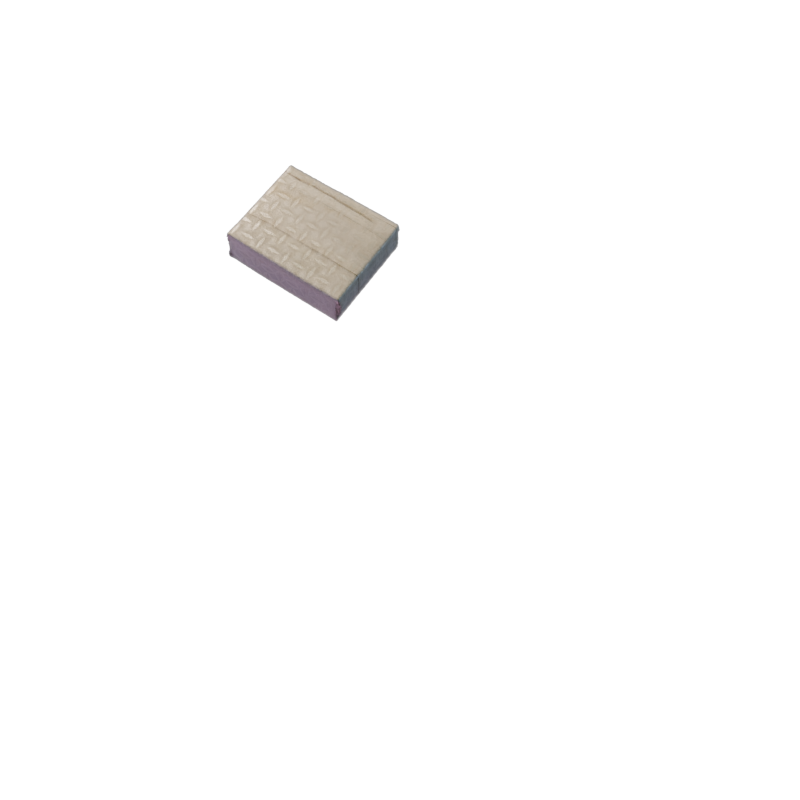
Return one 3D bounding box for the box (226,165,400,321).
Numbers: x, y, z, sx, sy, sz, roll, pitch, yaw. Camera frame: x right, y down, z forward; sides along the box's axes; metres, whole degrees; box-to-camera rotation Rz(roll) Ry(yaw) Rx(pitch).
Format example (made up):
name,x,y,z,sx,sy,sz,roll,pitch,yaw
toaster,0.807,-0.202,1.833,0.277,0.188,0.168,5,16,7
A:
name,x,y,z,sx,sy,sz,roll,pitch,yaw
box,-0.071,-0.130,0.909,0.118,0.092,0.036,29,-30,18
